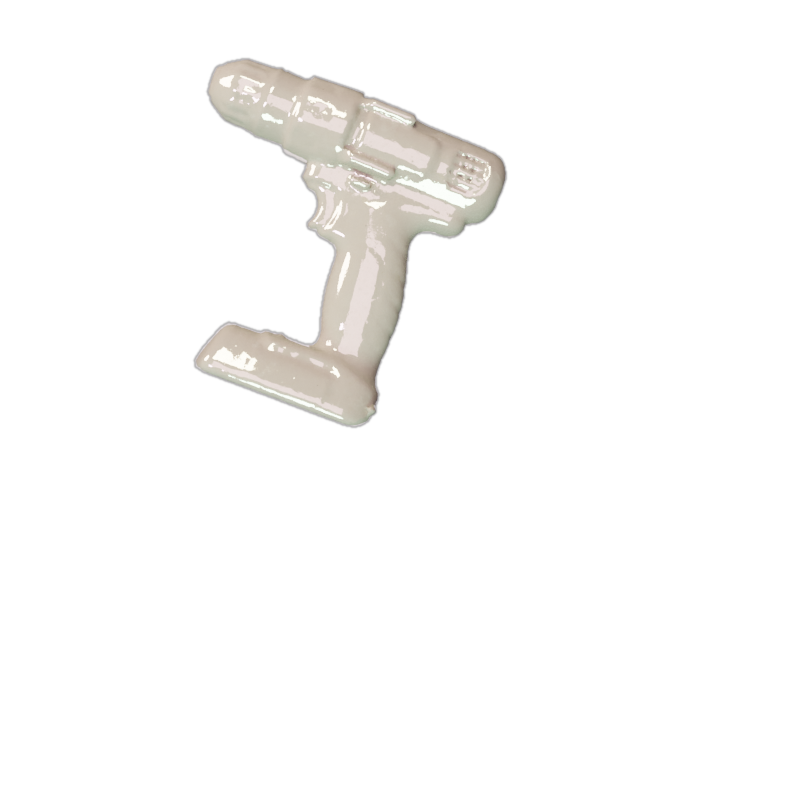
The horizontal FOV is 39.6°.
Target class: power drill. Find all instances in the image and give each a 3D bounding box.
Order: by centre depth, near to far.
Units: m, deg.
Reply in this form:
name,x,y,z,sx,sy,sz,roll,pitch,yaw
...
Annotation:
name,x,y,z,sx,sy,sz,roll,pitch,yaw
power drill,-0.051,-0.092,0.646,0.185,0.190,0.056,21,-7,2
